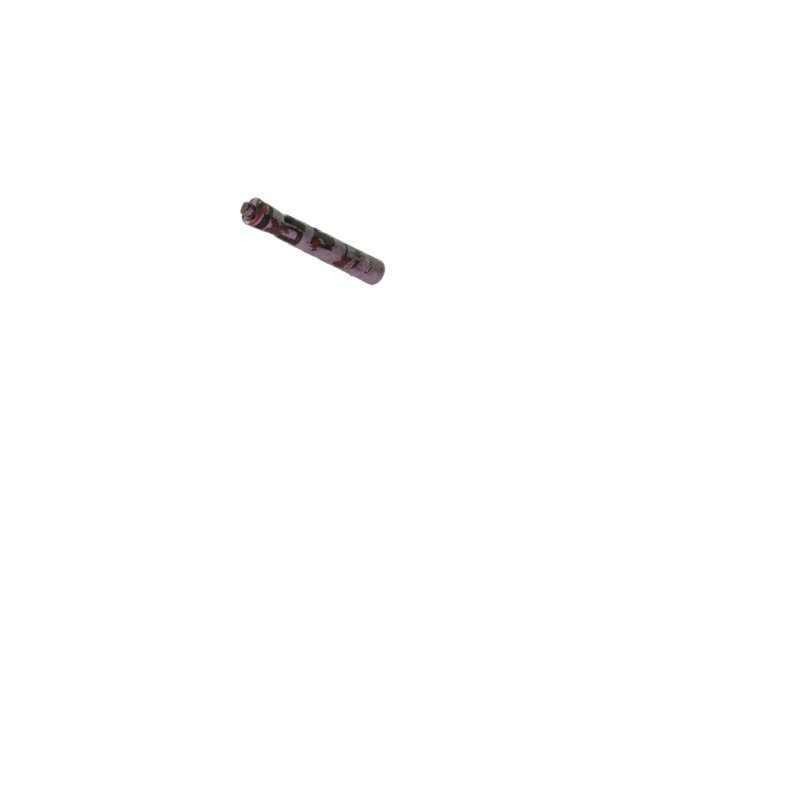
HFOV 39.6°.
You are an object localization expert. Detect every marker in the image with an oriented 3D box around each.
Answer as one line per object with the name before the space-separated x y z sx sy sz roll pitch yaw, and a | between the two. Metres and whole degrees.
marker | -0.058 -0.105 0.738 0.113 0.020 0.021 22 -11 -39
